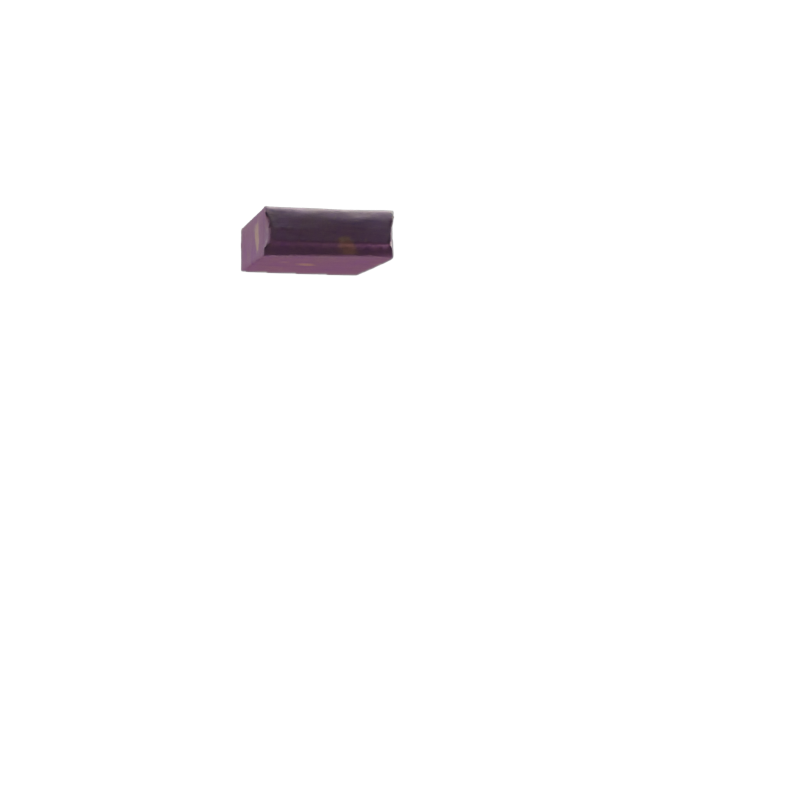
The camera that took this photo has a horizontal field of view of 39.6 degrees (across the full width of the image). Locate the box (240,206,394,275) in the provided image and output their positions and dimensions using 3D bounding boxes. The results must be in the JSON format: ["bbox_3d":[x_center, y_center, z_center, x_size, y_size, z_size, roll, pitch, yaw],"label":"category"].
[{"bbox_3d":[-0.050,-0.091,0.634,0.072,0.030,0.090,0,-1,-14],"label":"box"}]
